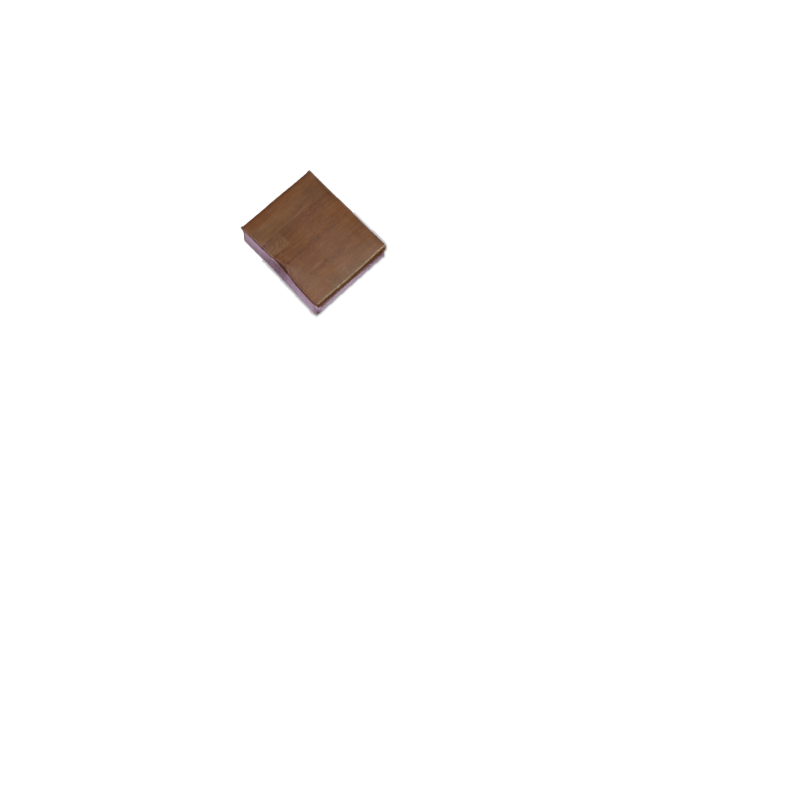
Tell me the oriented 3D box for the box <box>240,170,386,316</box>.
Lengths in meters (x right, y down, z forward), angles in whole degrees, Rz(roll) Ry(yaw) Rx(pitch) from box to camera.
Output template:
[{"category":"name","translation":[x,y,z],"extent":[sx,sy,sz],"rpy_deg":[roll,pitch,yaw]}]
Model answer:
[{"category":"box","translation":[-0.067,-0.122,0.856],"extent":[0.074,0.093,0.029],"rpy_deg":[-41,-14,-13]}]
